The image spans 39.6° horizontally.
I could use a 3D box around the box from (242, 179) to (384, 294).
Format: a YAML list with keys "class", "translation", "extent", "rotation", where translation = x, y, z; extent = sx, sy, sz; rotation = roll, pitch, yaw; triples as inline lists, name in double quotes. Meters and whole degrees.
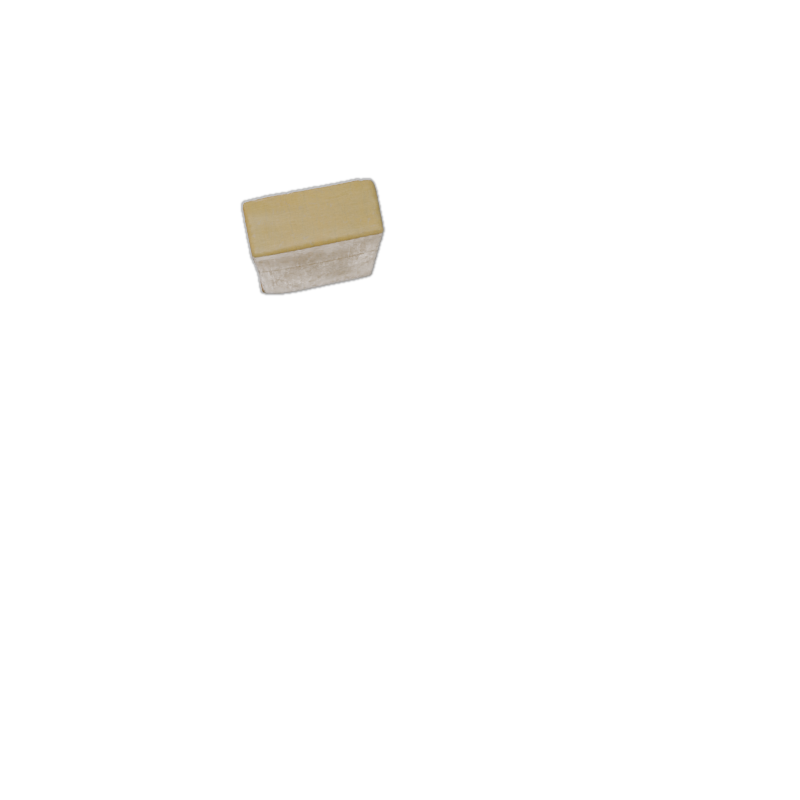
- class: "box"
  translation: [-0.064, -0.118, 0.824]
  extent: [0.093, 0.049, 0.172]
  rotation: [-11, -5, -5]
